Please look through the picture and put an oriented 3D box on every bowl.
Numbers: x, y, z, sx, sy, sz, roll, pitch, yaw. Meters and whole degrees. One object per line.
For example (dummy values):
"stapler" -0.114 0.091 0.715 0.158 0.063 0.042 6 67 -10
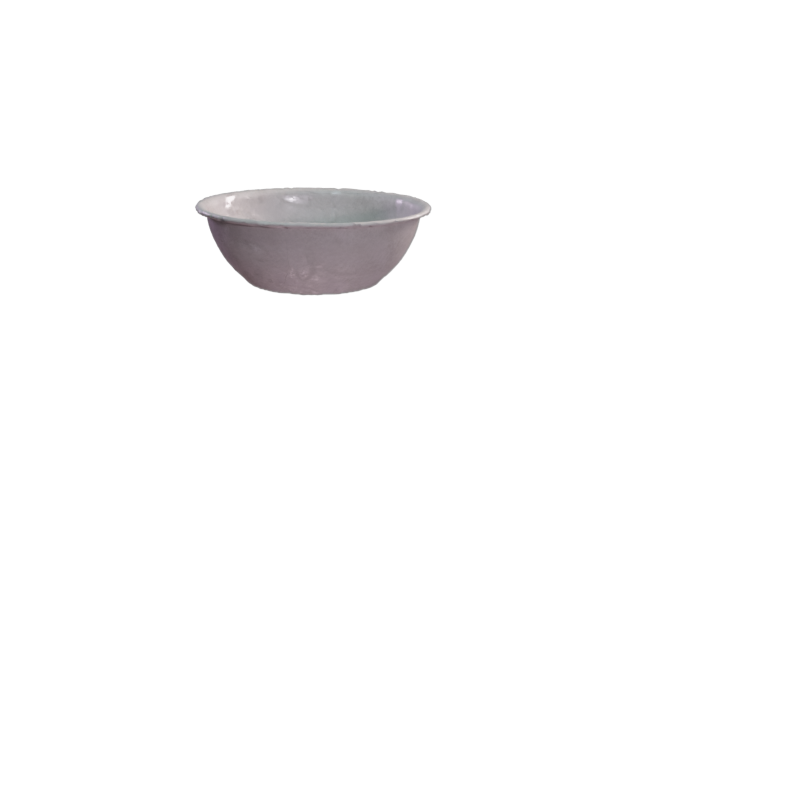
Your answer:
"bowl" -0.060 -0.109 0.763 0.162 0.053 0.168 -1 18 -2
